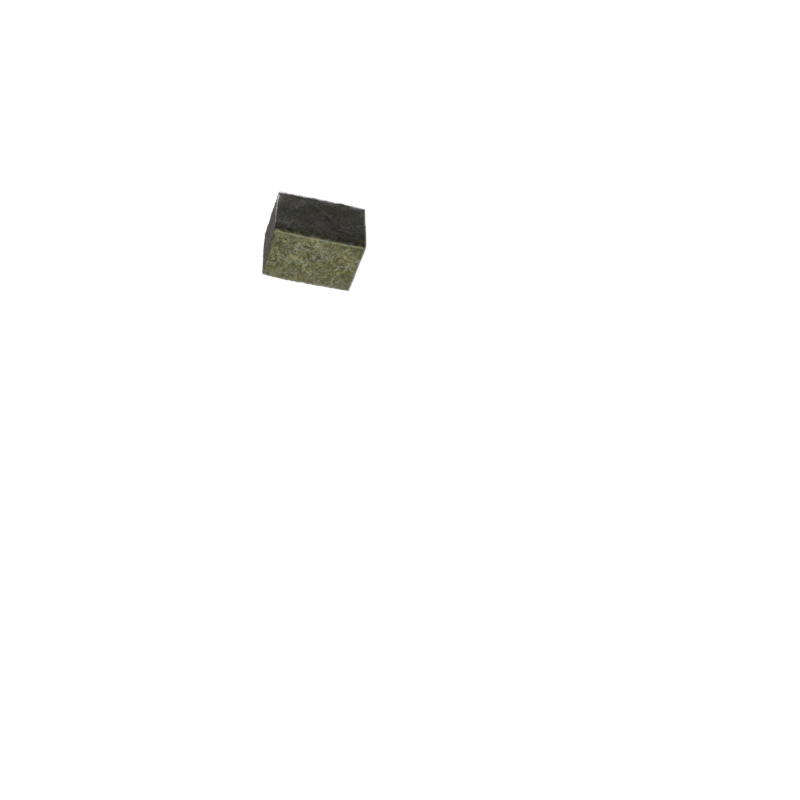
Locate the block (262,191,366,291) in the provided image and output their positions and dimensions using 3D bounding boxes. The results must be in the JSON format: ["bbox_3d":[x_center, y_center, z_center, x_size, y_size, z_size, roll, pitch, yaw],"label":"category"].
[{"bbox_3d":[-0.072,-0.132,0.923,0.076,0.055,0.050,11,-47,-12],"label":"block"}]
